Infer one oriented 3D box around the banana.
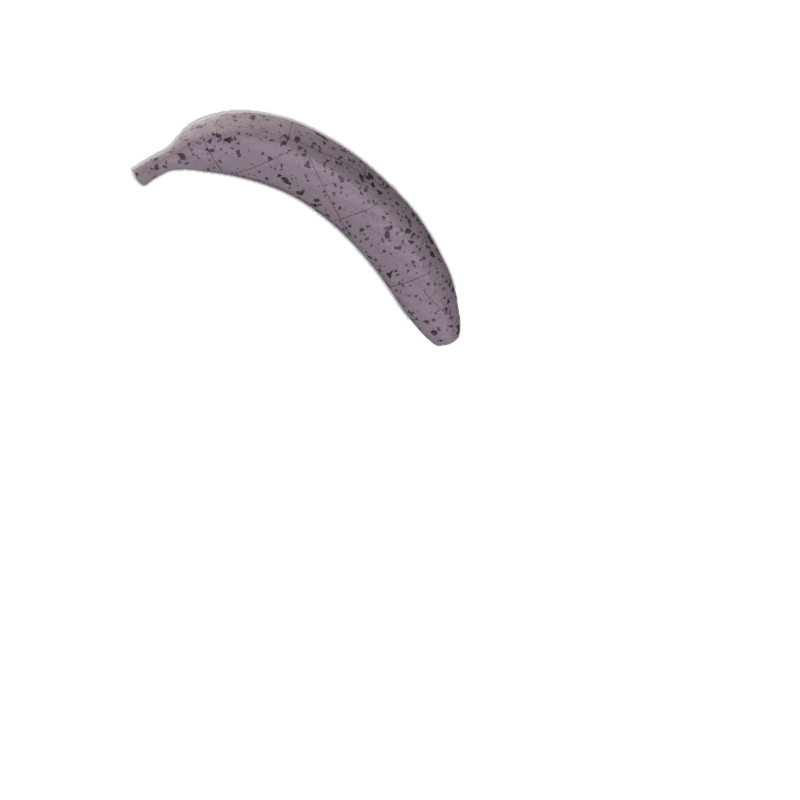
[{"bbox_3d":[-0.041,-0.103,0.597,0.195,0.068,0.038,29,12,-7],"label":"banana"}]
